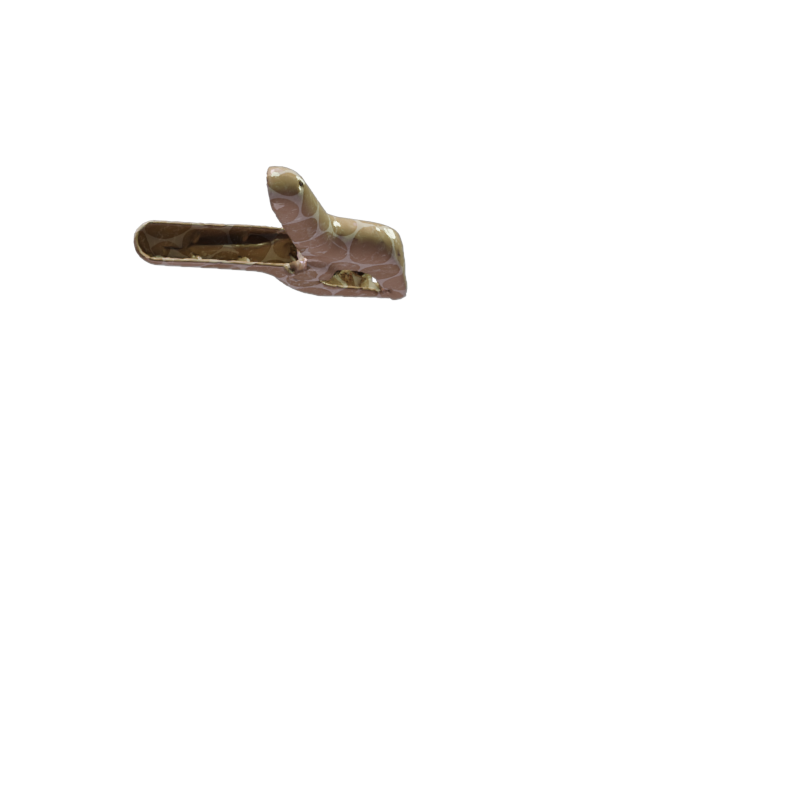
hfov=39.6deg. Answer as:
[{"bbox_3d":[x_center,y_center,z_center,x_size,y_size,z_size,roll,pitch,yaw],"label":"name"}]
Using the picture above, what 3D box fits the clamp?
[{"bbox_3d":[-0.049,-0.089,0.623,0.163,0.040,0.123,6,-9,-39],"label":"clamp"}]
